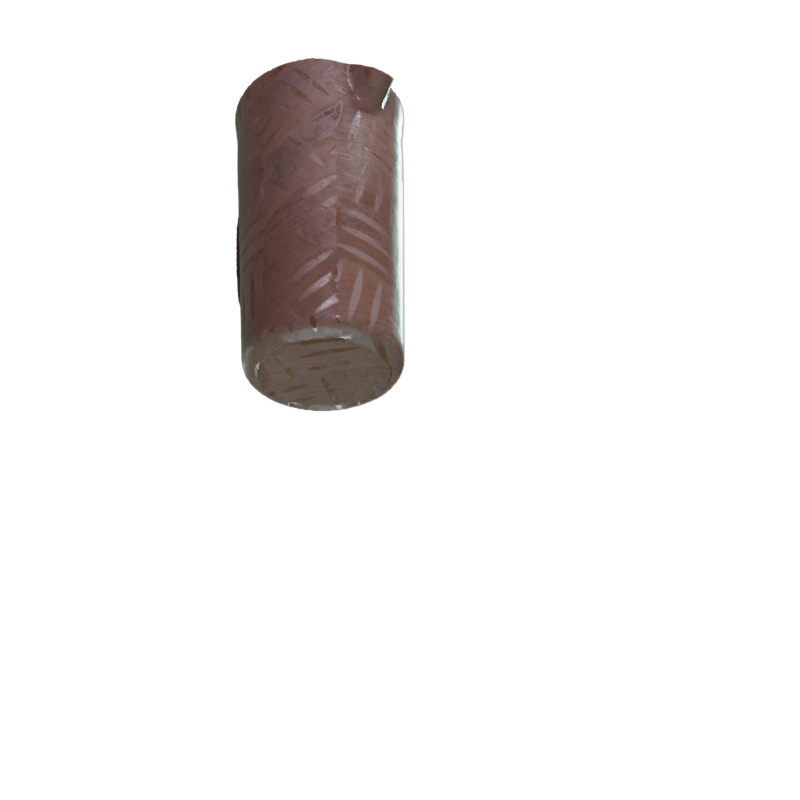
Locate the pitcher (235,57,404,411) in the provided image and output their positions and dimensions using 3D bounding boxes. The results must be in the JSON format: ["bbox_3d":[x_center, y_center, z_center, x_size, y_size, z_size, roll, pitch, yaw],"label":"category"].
[{"bbox_3d":[-0.063,-0.115,0.806,0.146,0.260,0.138,-6,-36,4],"label":"pitcher"}]
